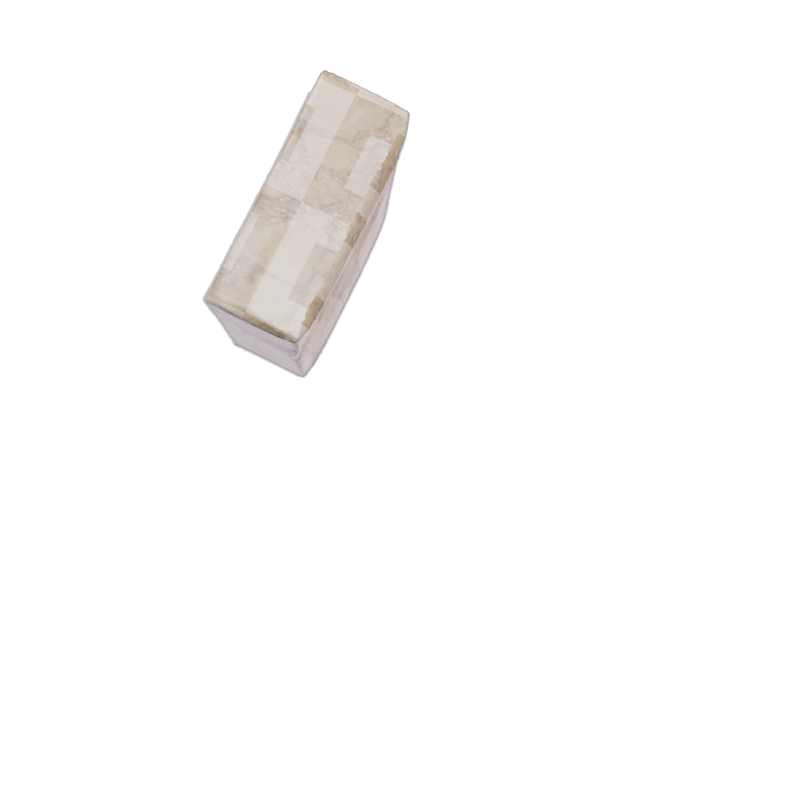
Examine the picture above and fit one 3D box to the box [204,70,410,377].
[{"bbox_3d":[-0.060,-0.110,0.772,0.072,0.167,0.210,25,-8,-2],"label":"box"}]
